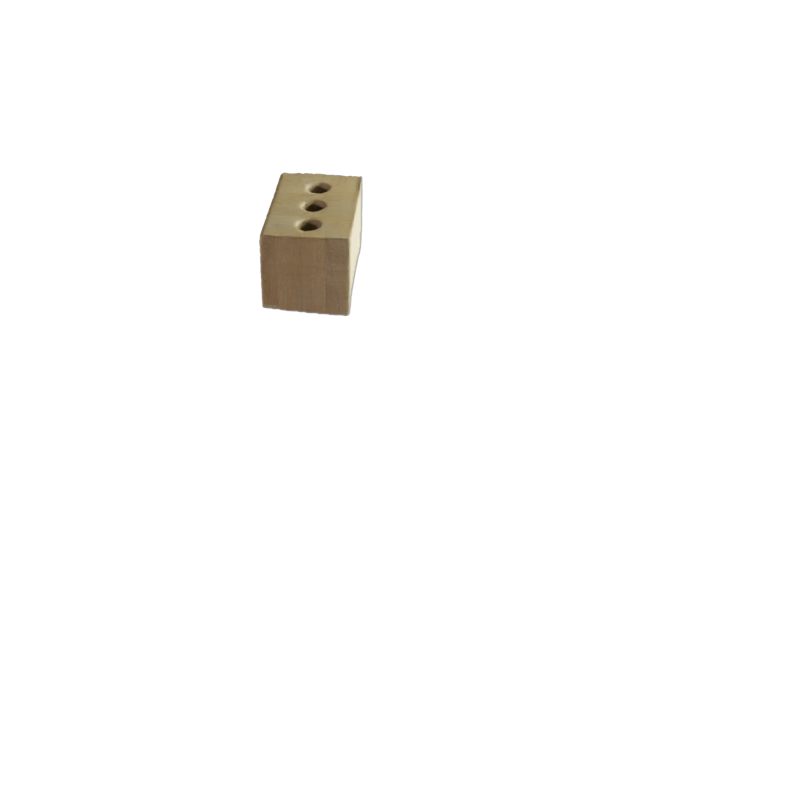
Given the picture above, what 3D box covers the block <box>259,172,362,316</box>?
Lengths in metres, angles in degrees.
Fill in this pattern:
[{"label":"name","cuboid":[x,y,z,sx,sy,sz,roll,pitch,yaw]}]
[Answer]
[{"label":"block","cuboid":[-0.051,-0.094,0.657,0.053,0.048,0.083,3,36,3]}]
